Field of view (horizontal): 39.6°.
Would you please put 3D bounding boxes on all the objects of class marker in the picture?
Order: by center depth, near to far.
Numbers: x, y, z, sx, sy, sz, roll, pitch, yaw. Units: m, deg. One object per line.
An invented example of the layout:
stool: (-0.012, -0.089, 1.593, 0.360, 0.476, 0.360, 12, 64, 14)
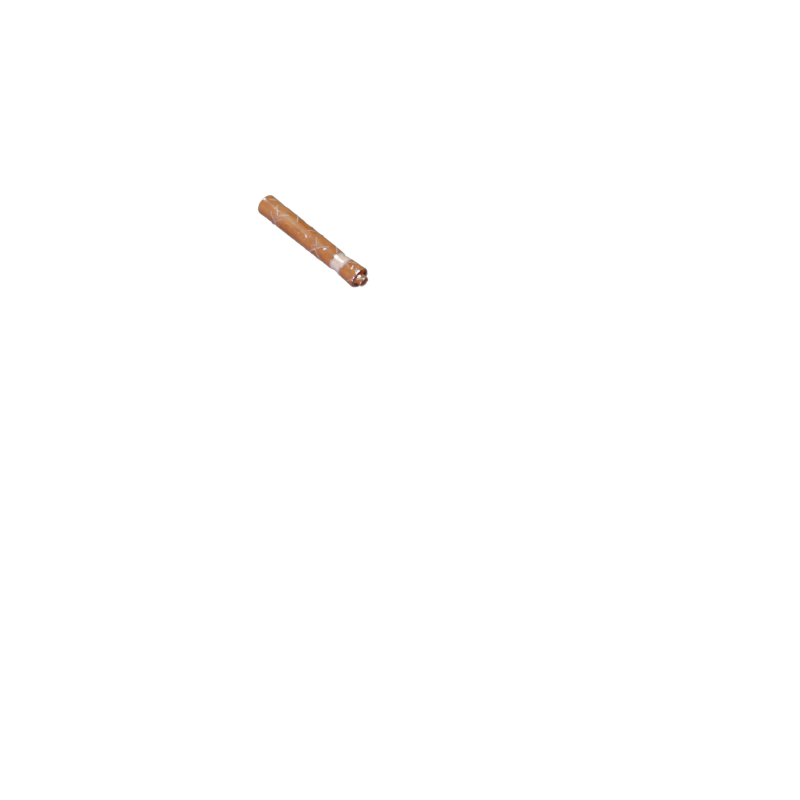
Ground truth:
marker: (-0.072, -0.132, 0.922, 0.129, 0.019, 0.019, 40, 24, 28)
